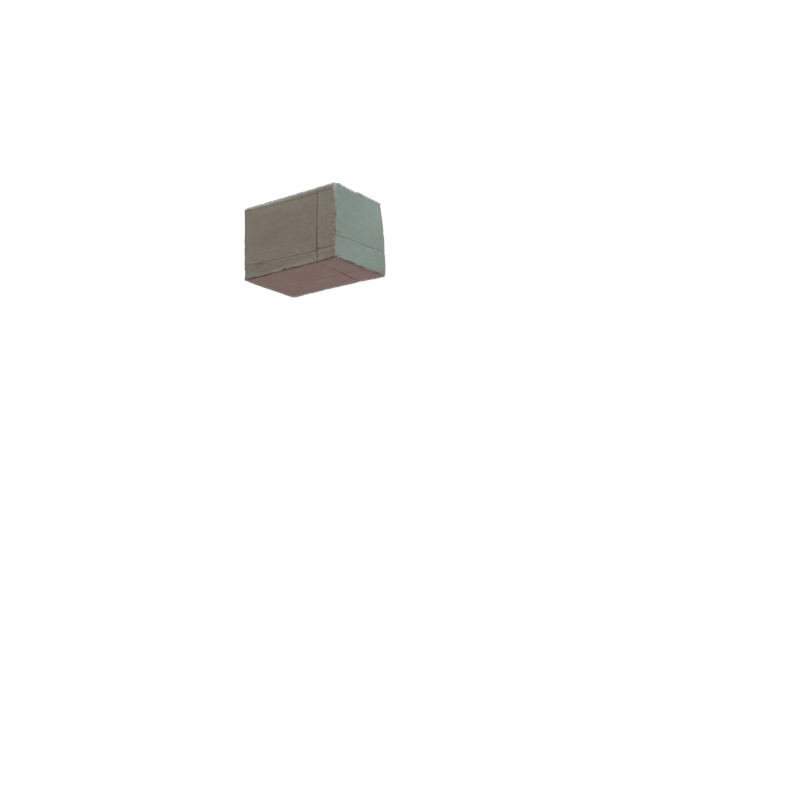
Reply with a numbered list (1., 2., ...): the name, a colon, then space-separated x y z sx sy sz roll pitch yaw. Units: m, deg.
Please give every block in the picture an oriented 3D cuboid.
1. block: -0.056 -0.102 0.716 0.080 0.053 0.050 -10 -18 34
